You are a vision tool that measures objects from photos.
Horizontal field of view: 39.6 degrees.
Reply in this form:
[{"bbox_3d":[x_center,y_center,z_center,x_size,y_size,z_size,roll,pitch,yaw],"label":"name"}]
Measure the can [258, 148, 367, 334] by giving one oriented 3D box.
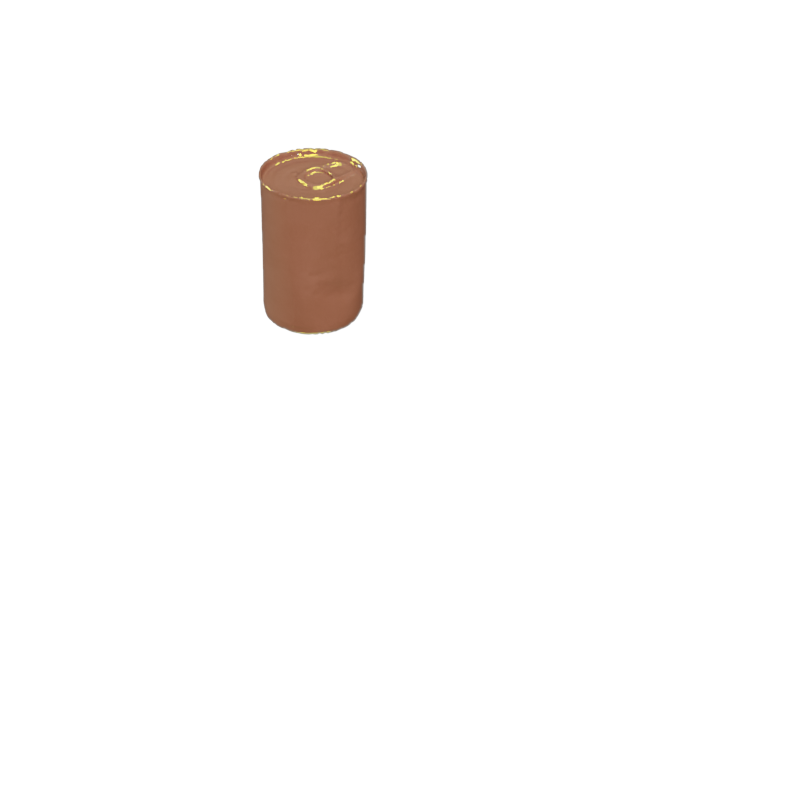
[{"bbox_3d":[-0.056,-0.102,0.715,0.068,0.096,0.073,0,35,-3],"label":"can"}]
